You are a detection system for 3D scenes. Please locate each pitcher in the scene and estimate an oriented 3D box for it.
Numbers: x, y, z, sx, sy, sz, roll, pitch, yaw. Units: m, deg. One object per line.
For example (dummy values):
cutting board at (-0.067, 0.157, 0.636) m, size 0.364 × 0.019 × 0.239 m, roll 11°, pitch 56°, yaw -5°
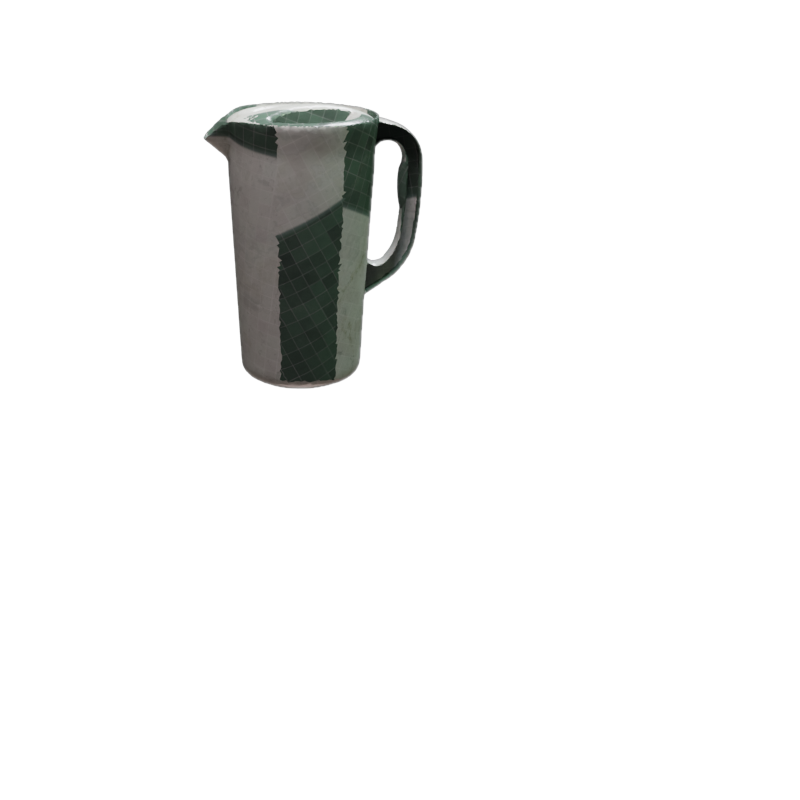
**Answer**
pitcher at (-0.077, -0.140, 0.980) m, size 0.157 × 0.233 × 0.144 m, roll 14°, pitch 22°, yaw 33°
